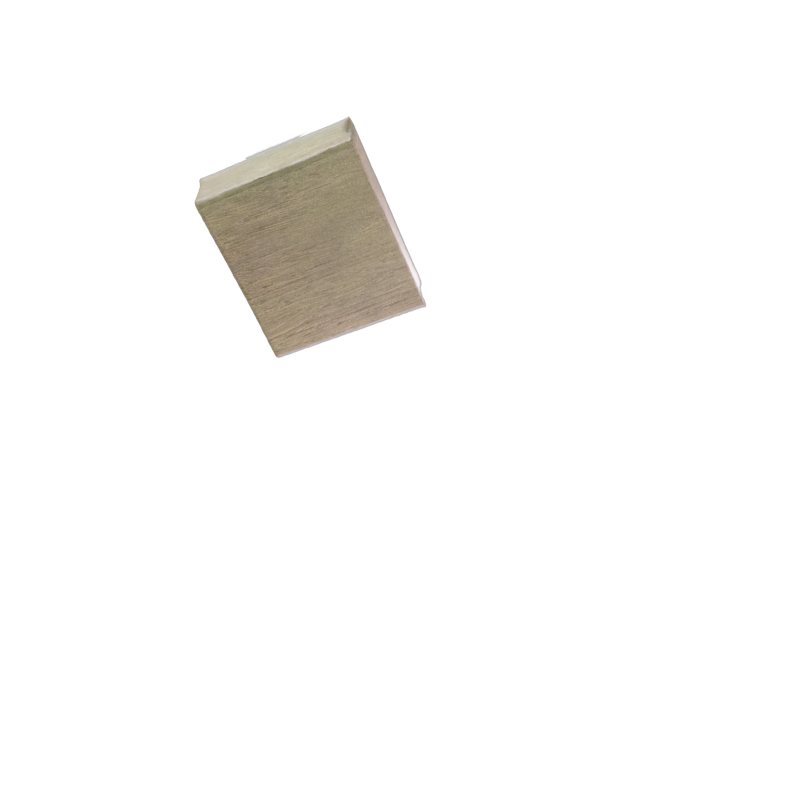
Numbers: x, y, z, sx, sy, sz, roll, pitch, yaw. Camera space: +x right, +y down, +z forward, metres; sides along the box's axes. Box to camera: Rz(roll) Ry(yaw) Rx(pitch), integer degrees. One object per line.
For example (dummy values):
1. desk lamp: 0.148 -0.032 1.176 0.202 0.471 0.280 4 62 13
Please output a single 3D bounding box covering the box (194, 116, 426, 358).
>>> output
1. box: -0.038 -0.070 0.489 0.073 0.084 0.032 -20 27 10
